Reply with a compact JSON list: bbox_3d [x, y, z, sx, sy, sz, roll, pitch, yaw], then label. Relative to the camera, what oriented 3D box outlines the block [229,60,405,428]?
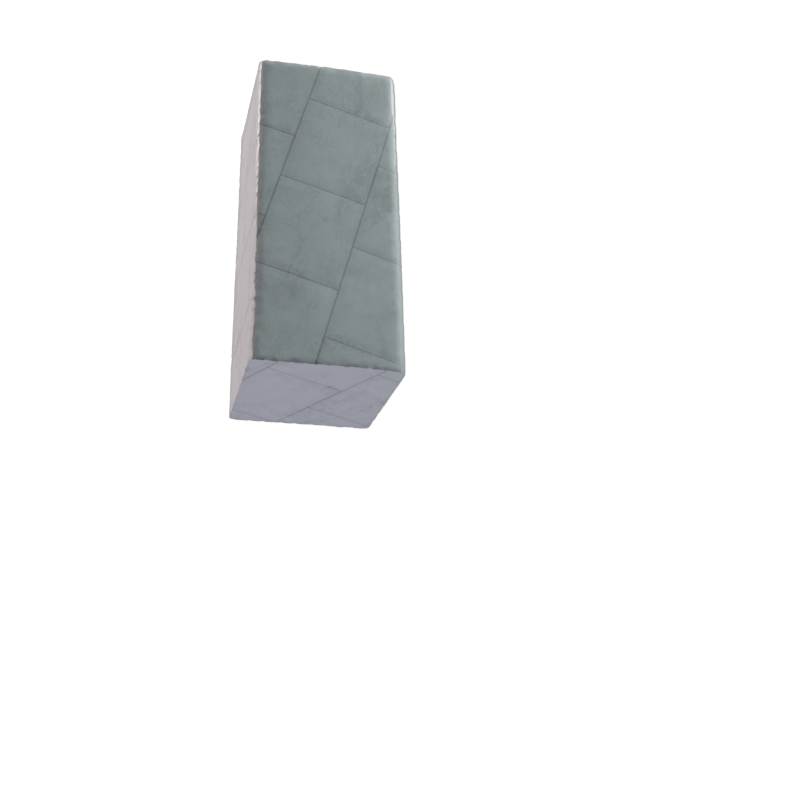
[{"bbox_3d":[-0.053,-0.098,0.688,0.088,0.219,0.087,5,-29,-13],"label":"block"}]
